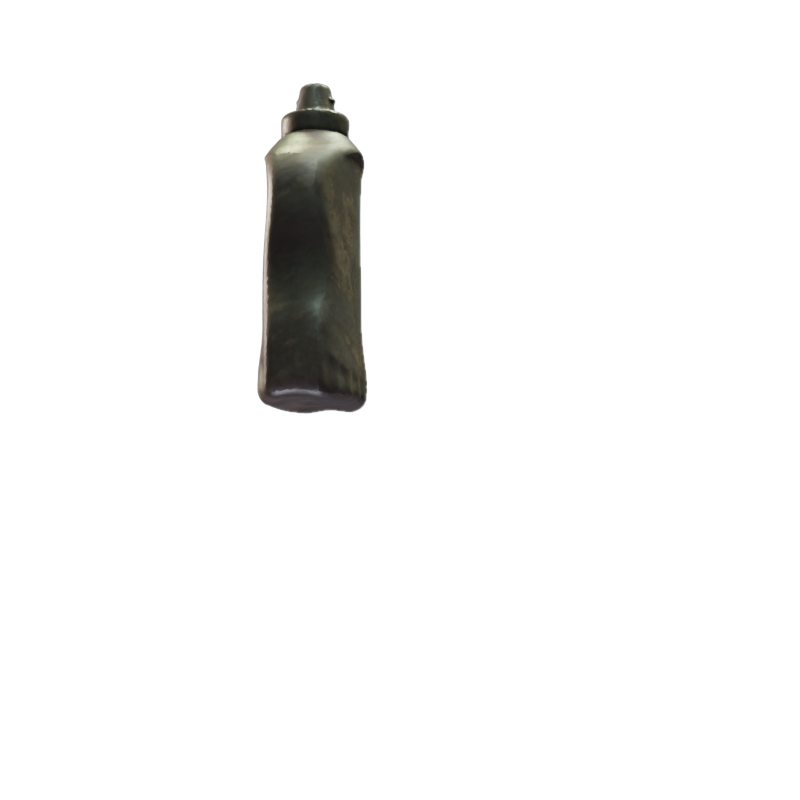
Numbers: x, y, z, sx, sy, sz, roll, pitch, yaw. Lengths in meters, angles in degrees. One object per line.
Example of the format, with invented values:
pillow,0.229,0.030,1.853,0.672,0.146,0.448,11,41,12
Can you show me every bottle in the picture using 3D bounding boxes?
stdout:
bottle,-0.050,-0.092,0.645,0.059,0.198,0.091,-4,-13,13
